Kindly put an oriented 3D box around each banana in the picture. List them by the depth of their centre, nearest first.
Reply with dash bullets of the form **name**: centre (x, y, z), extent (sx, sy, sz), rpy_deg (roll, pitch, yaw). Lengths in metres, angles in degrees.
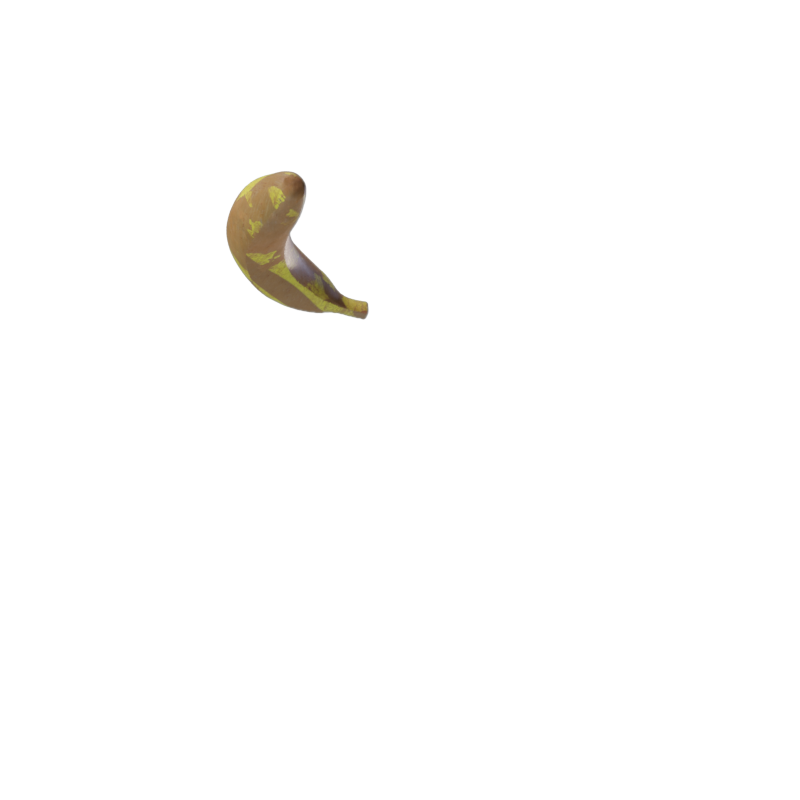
- **banana**: centre (-0.070, -0.093, 0.670), extent (0.070, 0.038, 0.187), rpy_deg (-3, -15, 10)
